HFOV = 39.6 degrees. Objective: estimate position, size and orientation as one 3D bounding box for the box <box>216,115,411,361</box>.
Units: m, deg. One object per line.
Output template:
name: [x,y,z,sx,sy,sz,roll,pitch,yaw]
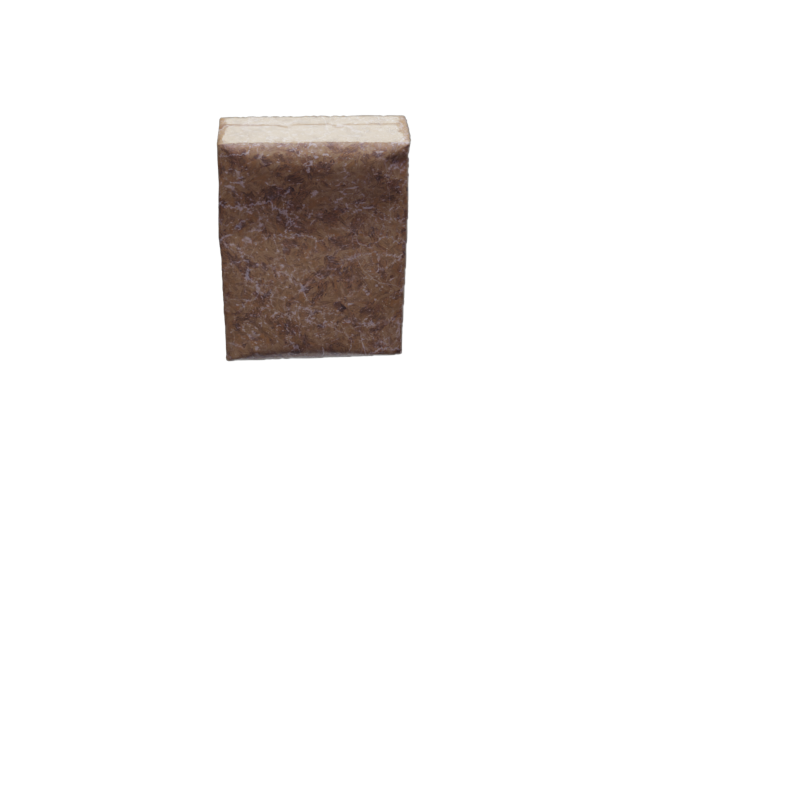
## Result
box: [-0.077,-0.140,0.981,0.163,0.201,0.076,0,30,-3]
